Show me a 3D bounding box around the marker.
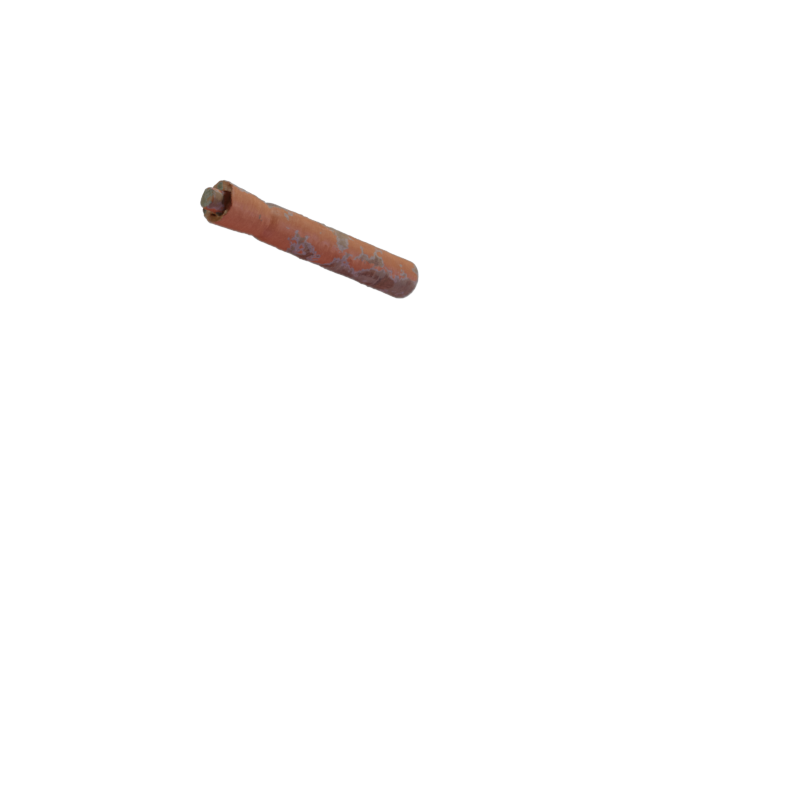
[{"bbox_3d":[-0.038,-0.069,0.484,0.114,0.020,0.021,18,-9,-42],"label":"marker"}]
